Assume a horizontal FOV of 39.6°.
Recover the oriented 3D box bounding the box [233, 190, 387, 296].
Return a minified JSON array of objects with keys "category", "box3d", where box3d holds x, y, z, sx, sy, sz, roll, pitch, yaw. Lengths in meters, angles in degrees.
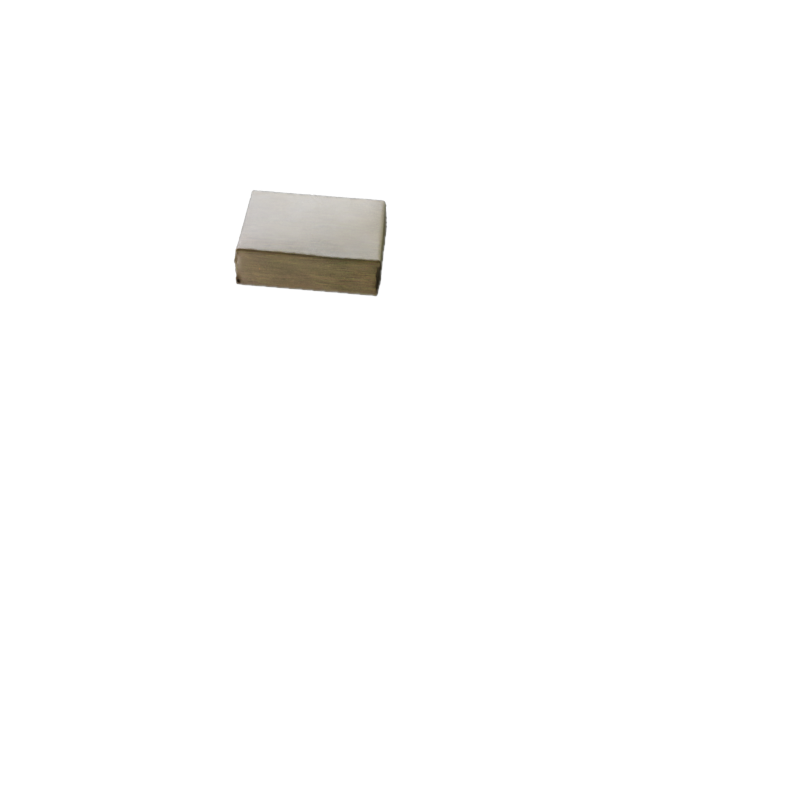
[{"category":"box","box3d":[-0.068,-0.125,0.874,0.114,0.036,0.095,3,37,3]}]
